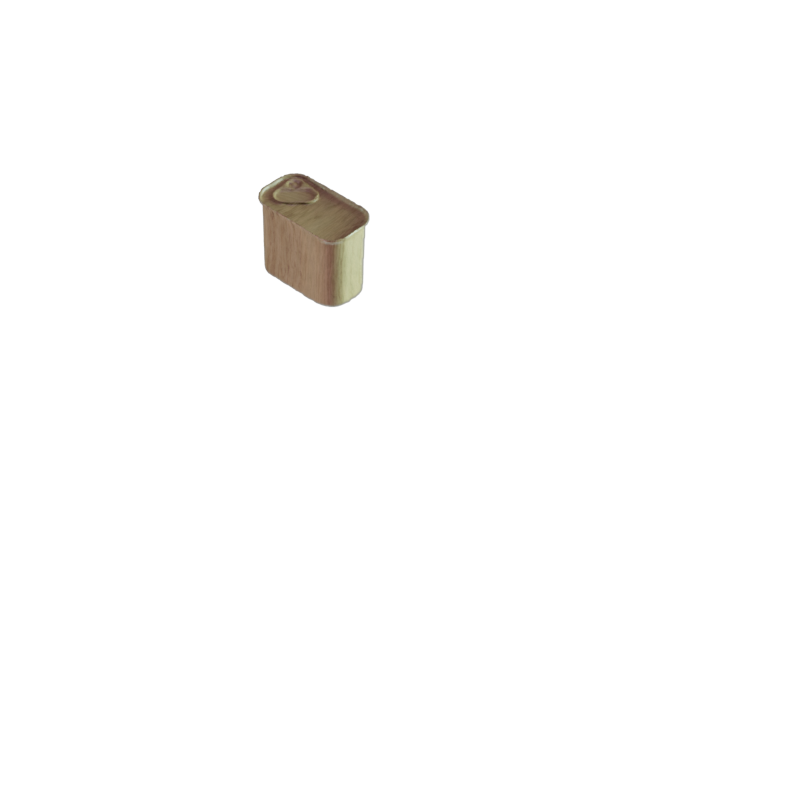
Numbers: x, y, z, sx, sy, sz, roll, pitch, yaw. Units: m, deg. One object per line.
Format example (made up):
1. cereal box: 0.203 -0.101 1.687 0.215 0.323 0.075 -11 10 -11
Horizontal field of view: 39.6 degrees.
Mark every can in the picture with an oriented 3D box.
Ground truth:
1. can: -0.078 -0.142 0.994 0.108 0.078 0.058 33 52 28
